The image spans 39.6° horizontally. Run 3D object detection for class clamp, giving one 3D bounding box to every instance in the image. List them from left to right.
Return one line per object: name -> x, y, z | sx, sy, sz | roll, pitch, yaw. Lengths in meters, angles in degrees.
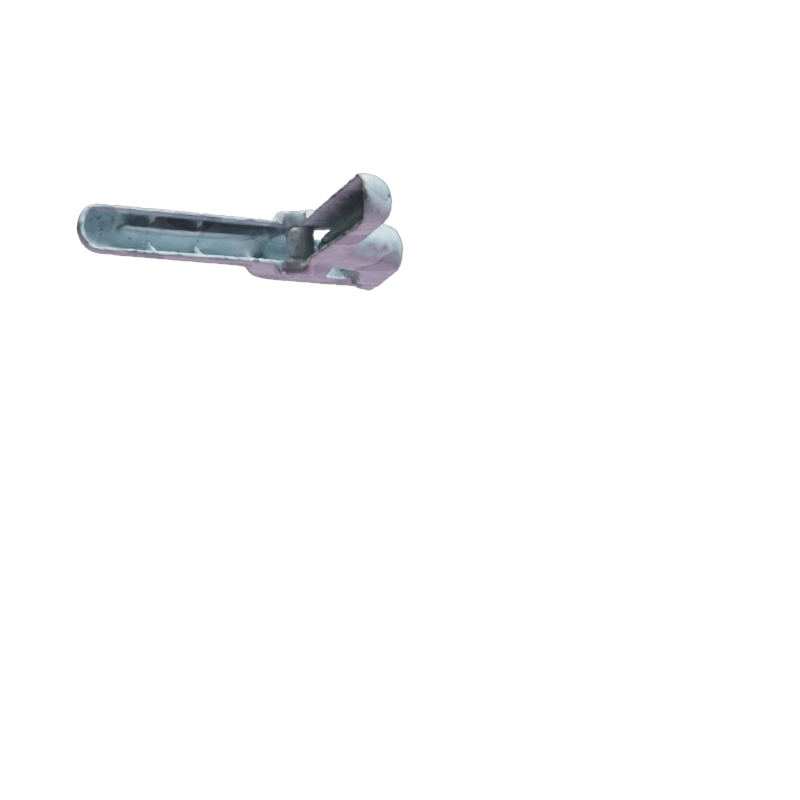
clamp -> -0.047, -0.086, 0.604 | 0.169, 0.037, 0.201 | -1, -2, 28
